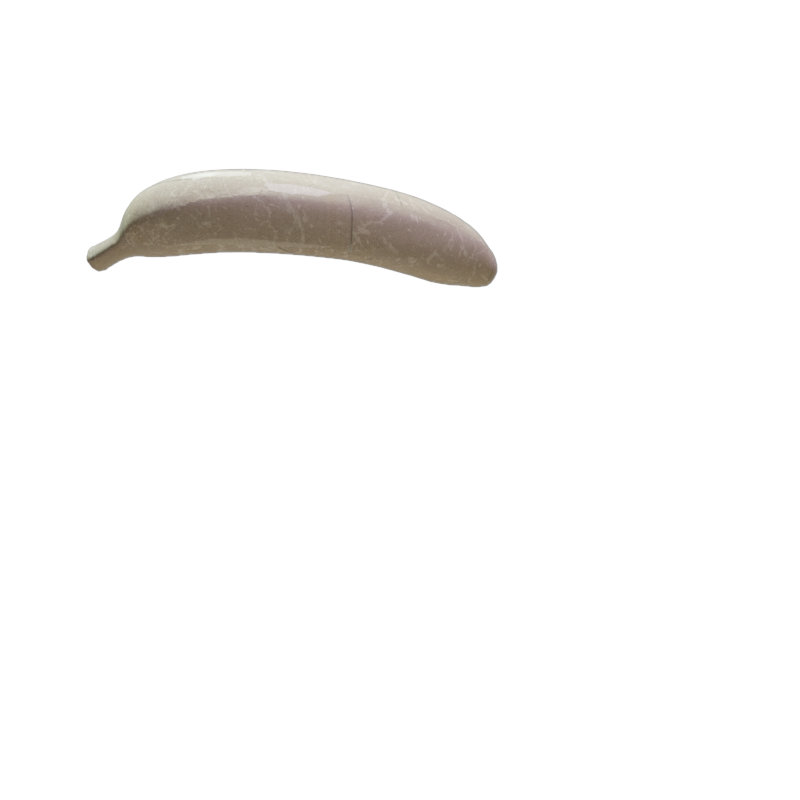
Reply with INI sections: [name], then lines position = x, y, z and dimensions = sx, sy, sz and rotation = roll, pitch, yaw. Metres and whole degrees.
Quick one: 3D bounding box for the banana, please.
[banana]
position = -0.038, -0.077, 0.500
dimensions = 0.193, 0.038, 0.069
rotation = 3, -12, -15
